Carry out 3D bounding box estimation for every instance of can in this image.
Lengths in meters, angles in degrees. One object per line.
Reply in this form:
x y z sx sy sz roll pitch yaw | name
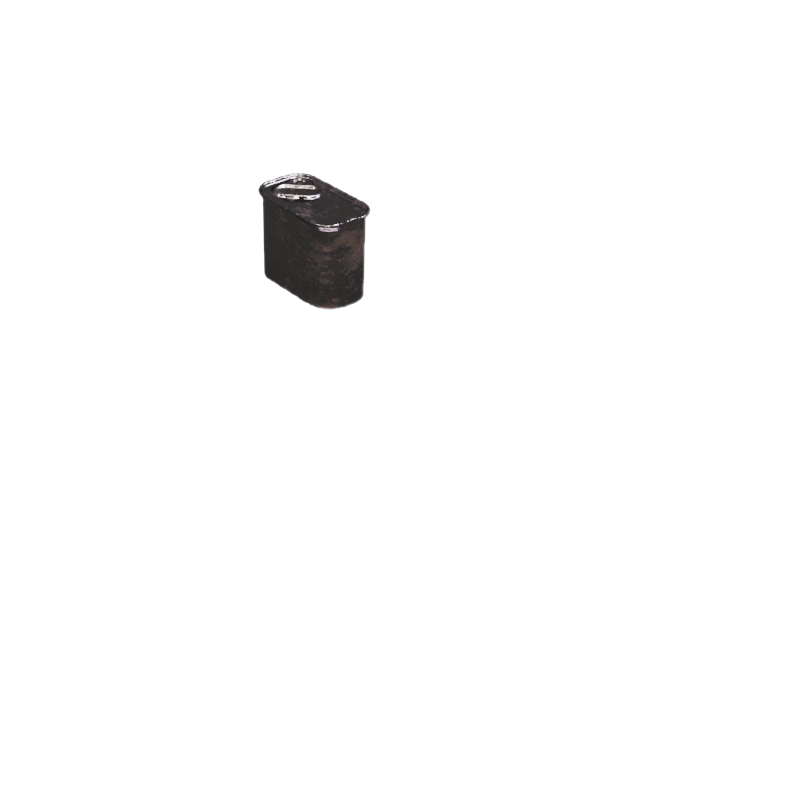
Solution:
-0.074 -0.135 0.943 0.057 0.079 0.109 -23 40 -34 | can
